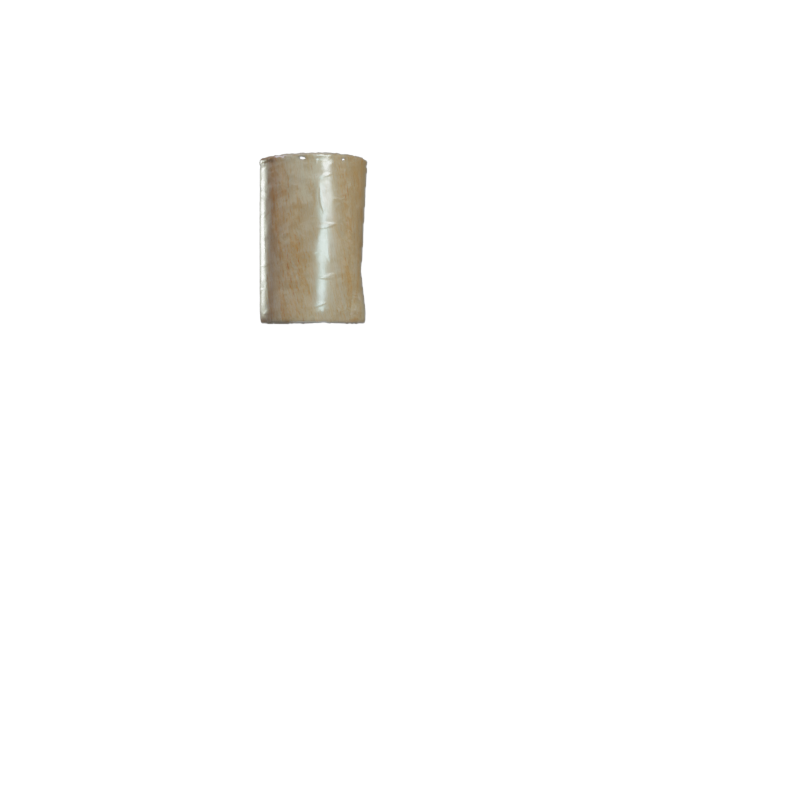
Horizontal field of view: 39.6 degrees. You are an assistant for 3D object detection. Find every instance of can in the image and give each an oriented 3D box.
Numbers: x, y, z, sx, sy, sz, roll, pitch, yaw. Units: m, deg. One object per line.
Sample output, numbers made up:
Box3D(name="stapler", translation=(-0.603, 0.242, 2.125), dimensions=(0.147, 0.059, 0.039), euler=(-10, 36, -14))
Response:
Box3D(name="can", translation=(-0.054, -0.099, 0.693), dimensions=(0.068, 0.103, 0.068), euler=(0, -2, -2))
